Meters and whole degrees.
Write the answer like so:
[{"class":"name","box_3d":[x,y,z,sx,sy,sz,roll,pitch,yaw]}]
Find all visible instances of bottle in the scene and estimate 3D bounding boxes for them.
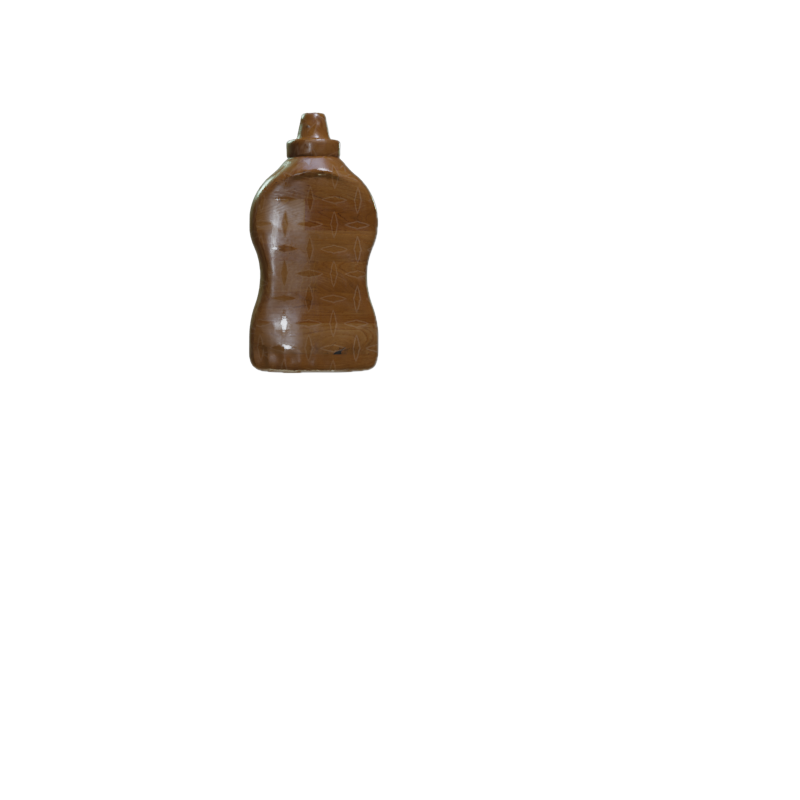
[{"class":"bottle","box_3d":[-0.065,-0.118,0.829,0.096,0.192,0.059,0,0,-4]}]
